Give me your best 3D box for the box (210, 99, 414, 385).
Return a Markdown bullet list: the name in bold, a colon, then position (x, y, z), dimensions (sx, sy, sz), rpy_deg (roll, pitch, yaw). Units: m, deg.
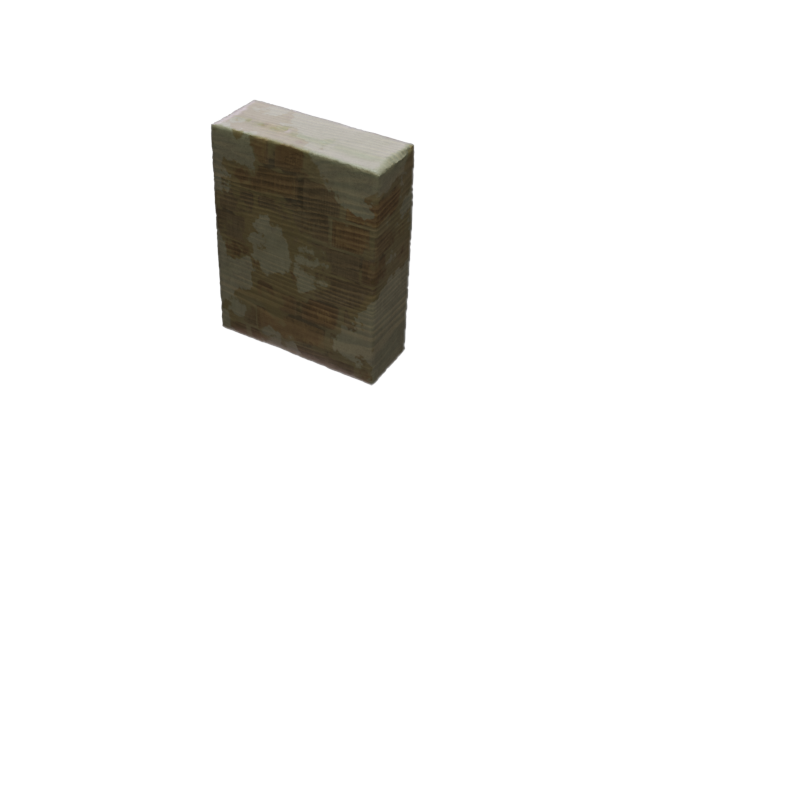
- **box**: position (-0.075, -0.137, 0.963), dimensions (0.172, 0.200, 0.073), rpy_deg (21, 39, 25)
